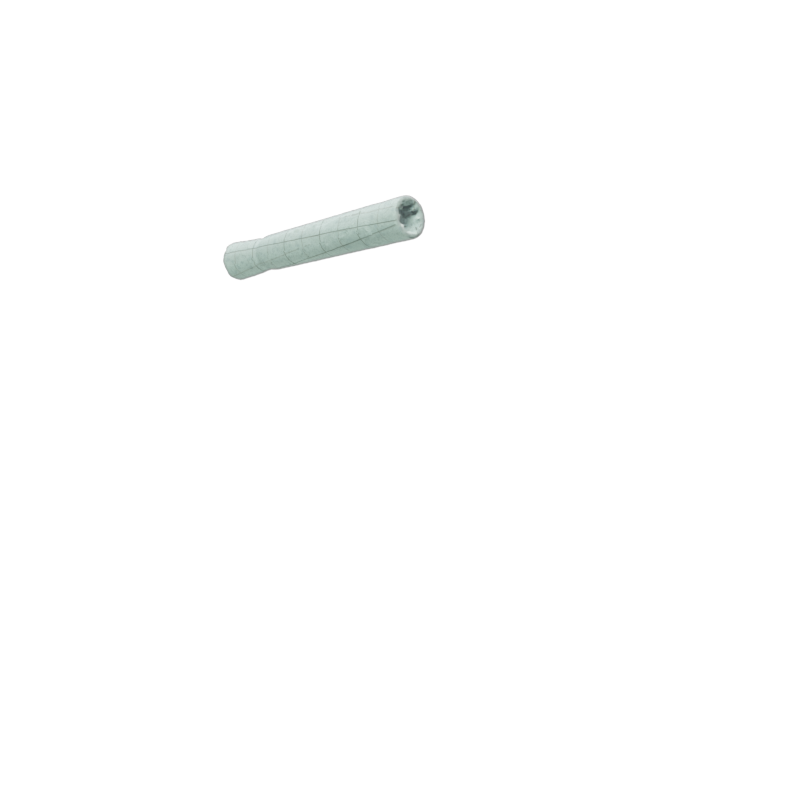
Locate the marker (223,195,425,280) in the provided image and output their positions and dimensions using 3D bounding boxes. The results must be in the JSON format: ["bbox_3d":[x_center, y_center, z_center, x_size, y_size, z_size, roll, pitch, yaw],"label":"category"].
[{"bbox_3d":[-0.039,-0.072,0.503,0.019,0.020,0.124,-4,-1,-45],"label":"marker"}]
